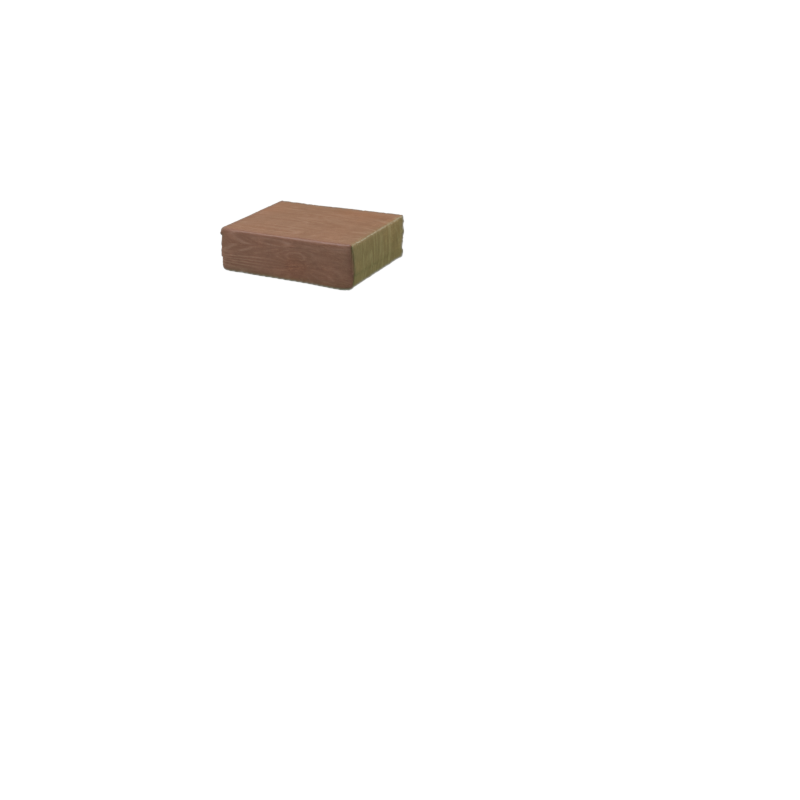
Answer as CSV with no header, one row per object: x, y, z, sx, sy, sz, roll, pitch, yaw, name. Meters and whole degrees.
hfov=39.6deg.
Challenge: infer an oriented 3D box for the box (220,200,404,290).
-0.066,-0.120,0.841,0.118,0.037,0.091,12,27,25,box
